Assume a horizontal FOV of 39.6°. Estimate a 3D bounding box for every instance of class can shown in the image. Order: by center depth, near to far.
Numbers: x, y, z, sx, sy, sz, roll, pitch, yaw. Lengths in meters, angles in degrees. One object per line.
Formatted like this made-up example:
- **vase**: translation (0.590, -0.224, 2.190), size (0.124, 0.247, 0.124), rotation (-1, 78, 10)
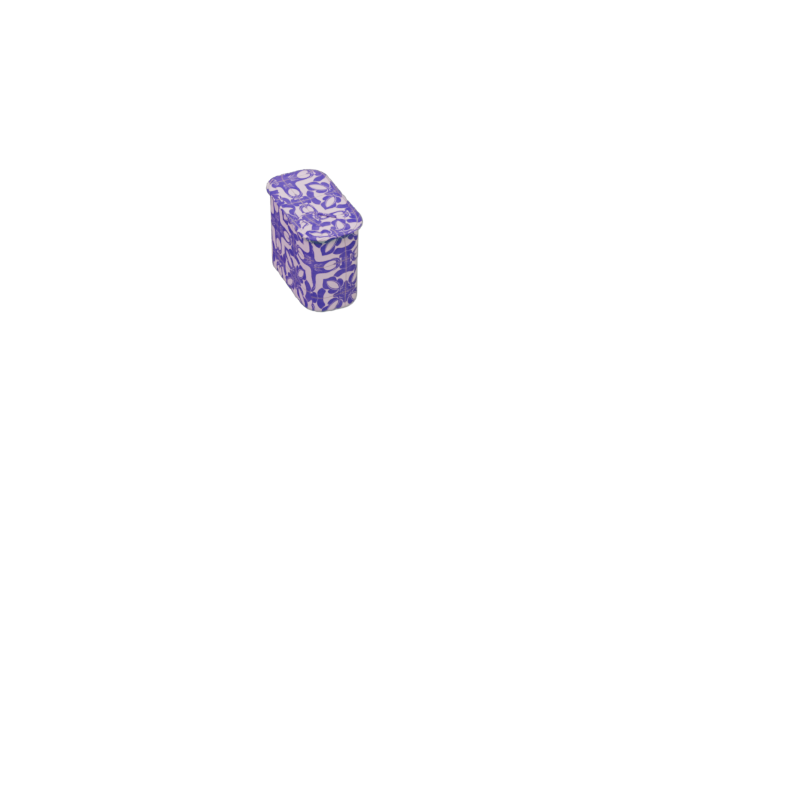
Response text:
- **can**: translation (-0.075, -0.137, 0.959), size (0.057, 0.078, 0.110), rotation (-16, 44, -21)
